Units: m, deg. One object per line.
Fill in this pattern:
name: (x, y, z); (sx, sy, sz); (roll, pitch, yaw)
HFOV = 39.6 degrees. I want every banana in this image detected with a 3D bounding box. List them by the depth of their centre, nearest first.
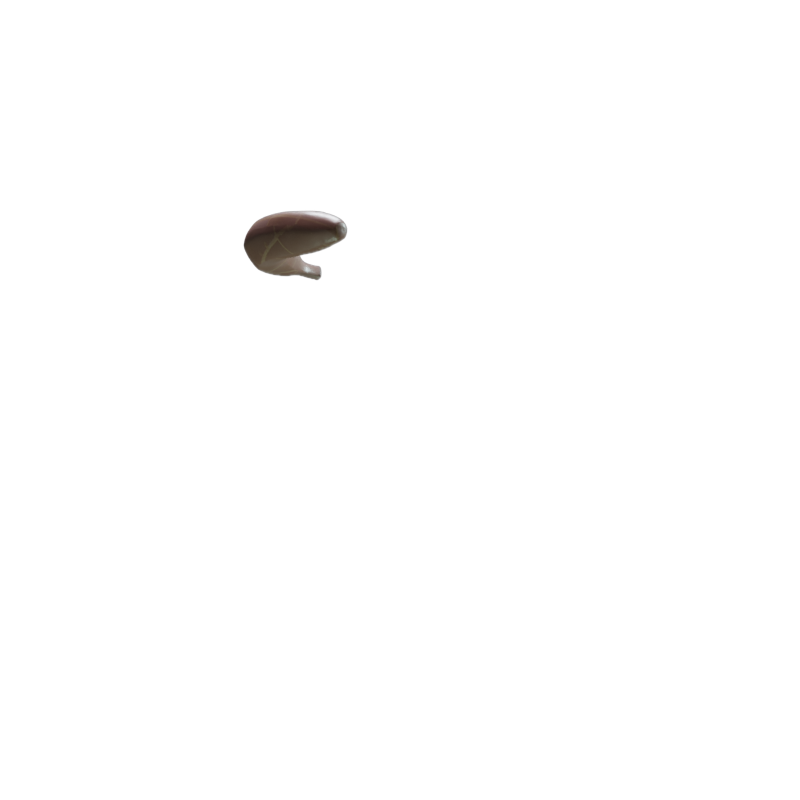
banana: (-0.086, -0.122, 0.860); (0.069, 0.037, 0.197); (0, -1, -9)
